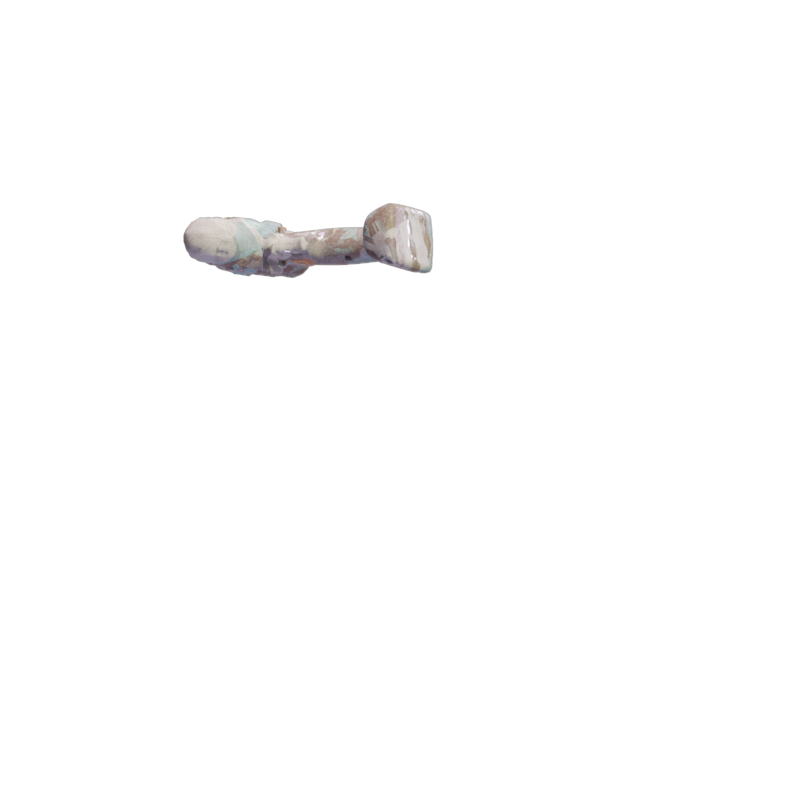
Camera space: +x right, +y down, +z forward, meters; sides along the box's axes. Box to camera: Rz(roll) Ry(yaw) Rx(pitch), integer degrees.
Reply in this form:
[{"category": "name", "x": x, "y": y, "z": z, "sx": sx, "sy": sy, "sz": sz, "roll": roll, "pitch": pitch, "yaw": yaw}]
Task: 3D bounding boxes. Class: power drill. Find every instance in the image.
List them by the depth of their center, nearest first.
[{"category": "power drill", "x": -0.078, "y": -0.142, "z": 0.994, "sx": 0.193, "sy": 0.057, "sz": 0.178, "roll": 1, "pitch": 3, "yaw": 26}]
